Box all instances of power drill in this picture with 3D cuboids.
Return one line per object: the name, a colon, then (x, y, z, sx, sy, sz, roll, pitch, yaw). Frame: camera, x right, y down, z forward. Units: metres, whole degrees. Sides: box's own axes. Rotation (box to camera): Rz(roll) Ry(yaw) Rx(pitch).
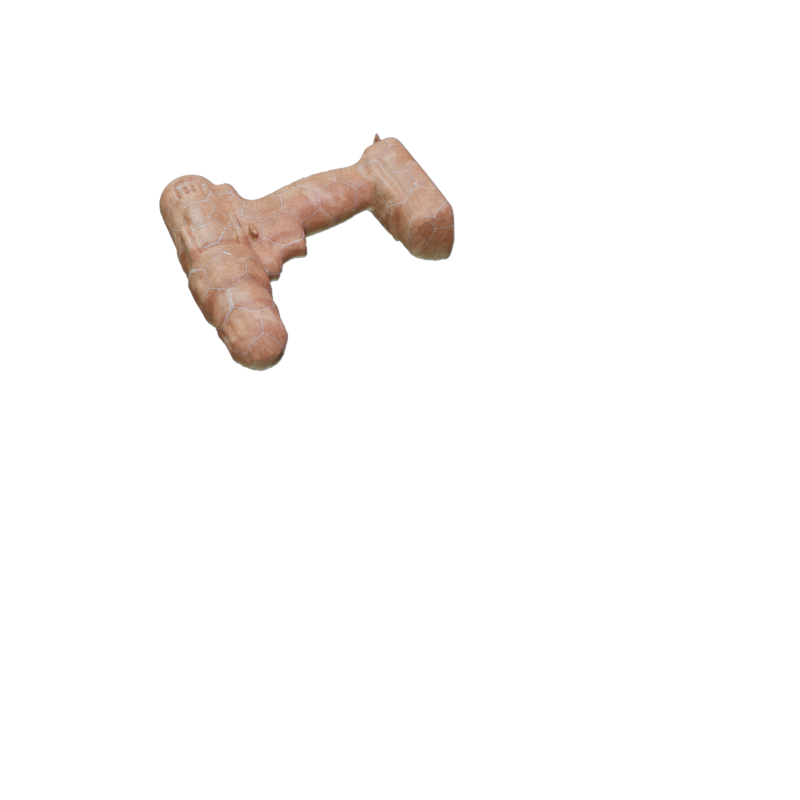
power drill: (-0.061, -0.111, 0.775, 0.186, 0.053, 0.200, -17, 49, -16)
